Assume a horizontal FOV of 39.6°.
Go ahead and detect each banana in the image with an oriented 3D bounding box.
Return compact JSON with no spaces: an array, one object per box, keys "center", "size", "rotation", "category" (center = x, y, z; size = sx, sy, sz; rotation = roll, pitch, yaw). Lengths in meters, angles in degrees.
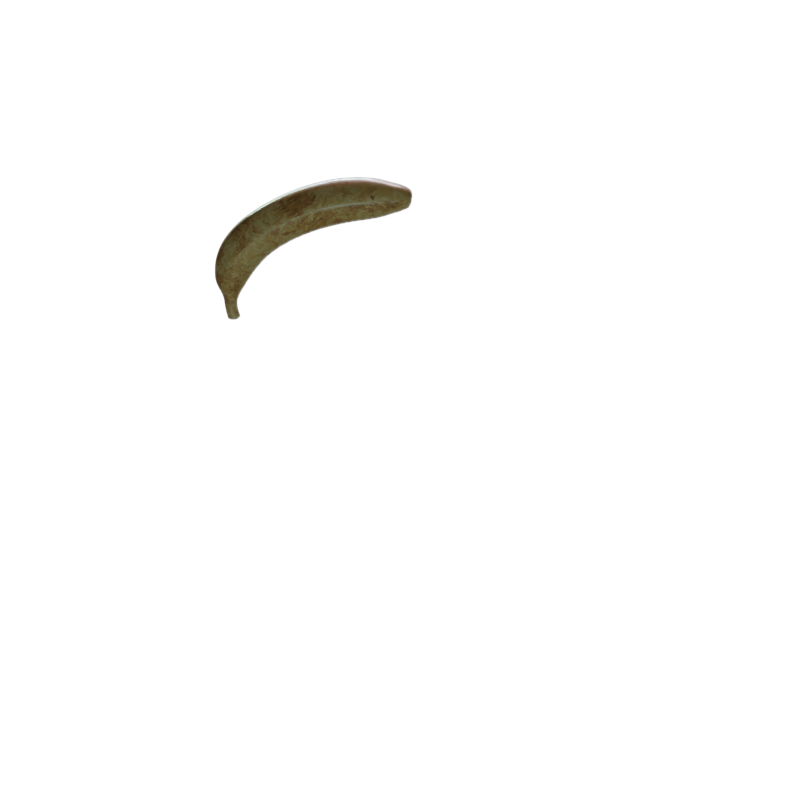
[{"center":[-0.087,-0.141,0.920],"size":[0.197,0.039,0.065],"rotation":[-29,-55,22],"category":"banana"}]
